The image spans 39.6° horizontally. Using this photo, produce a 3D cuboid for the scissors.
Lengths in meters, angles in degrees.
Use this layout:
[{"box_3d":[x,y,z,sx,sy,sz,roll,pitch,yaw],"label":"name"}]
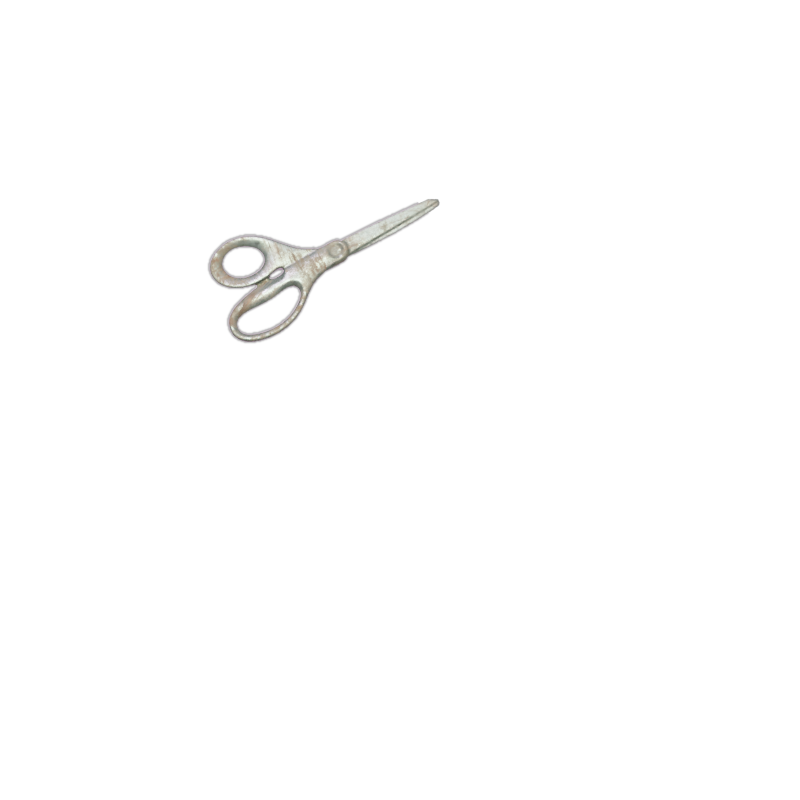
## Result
[{"box_3d":[-0.071,-0.130,0.913,0.203,0.099,0.015,-43,-12,-12],"label":"scissors"}]
